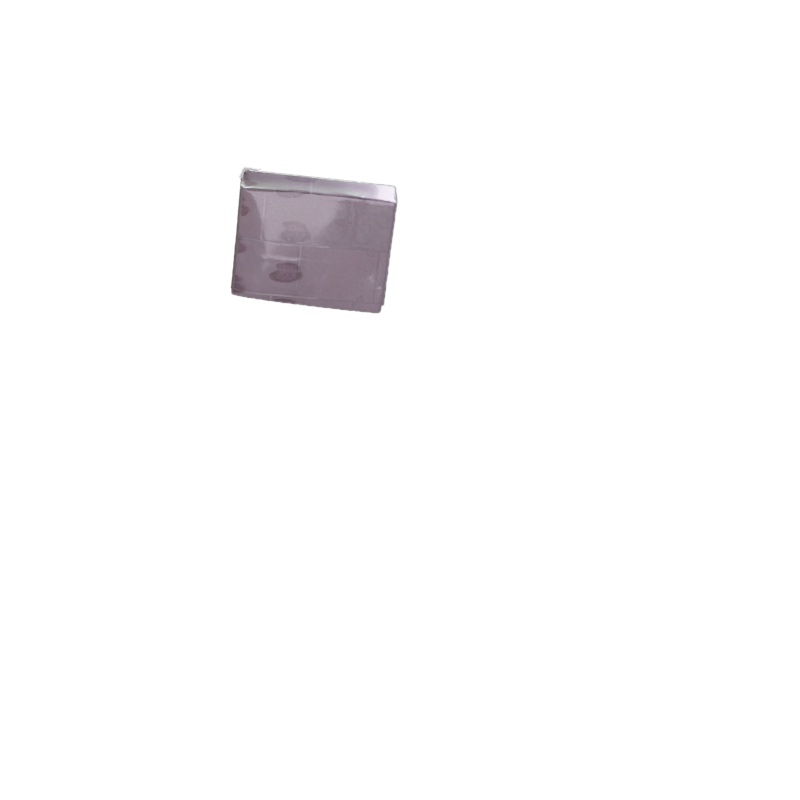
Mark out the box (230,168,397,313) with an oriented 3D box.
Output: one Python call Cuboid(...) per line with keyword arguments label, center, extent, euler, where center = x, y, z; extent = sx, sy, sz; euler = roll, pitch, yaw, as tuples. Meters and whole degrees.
Cuboid(label="box", center=(-0.063, -0.114, 0.801), extent=(0.113, 0.086, 0.041), euler=(6, 25, -3))
